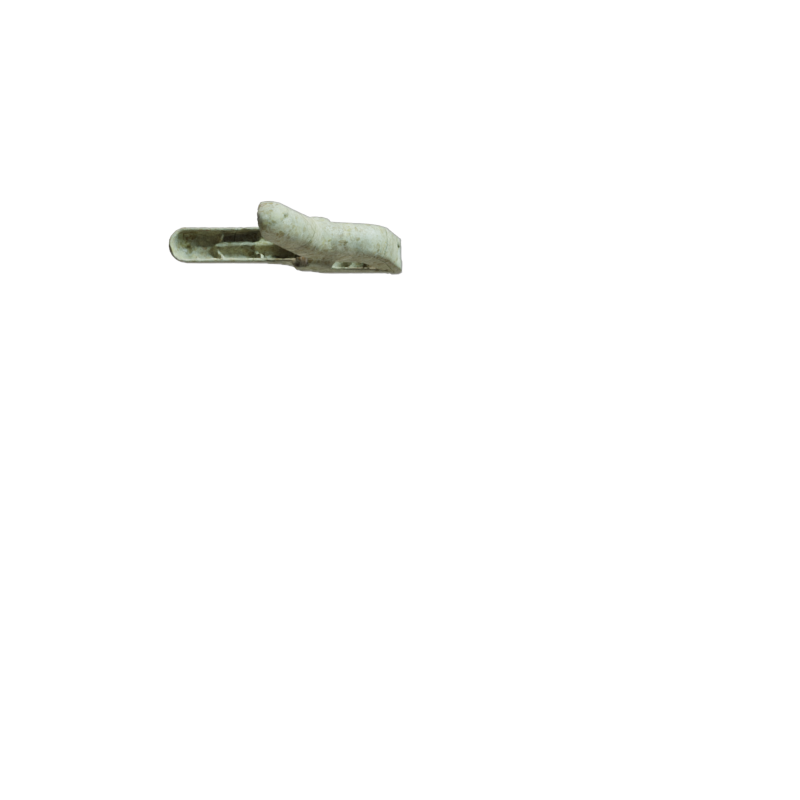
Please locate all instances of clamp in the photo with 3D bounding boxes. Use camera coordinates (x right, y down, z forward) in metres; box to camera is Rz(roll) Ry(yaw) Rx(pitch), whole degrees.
[{"bbox_3d":[-0.060,-0.109,0.762,0.166,0.039,0.124,-2,3,-31],"label":"clamp"}]
